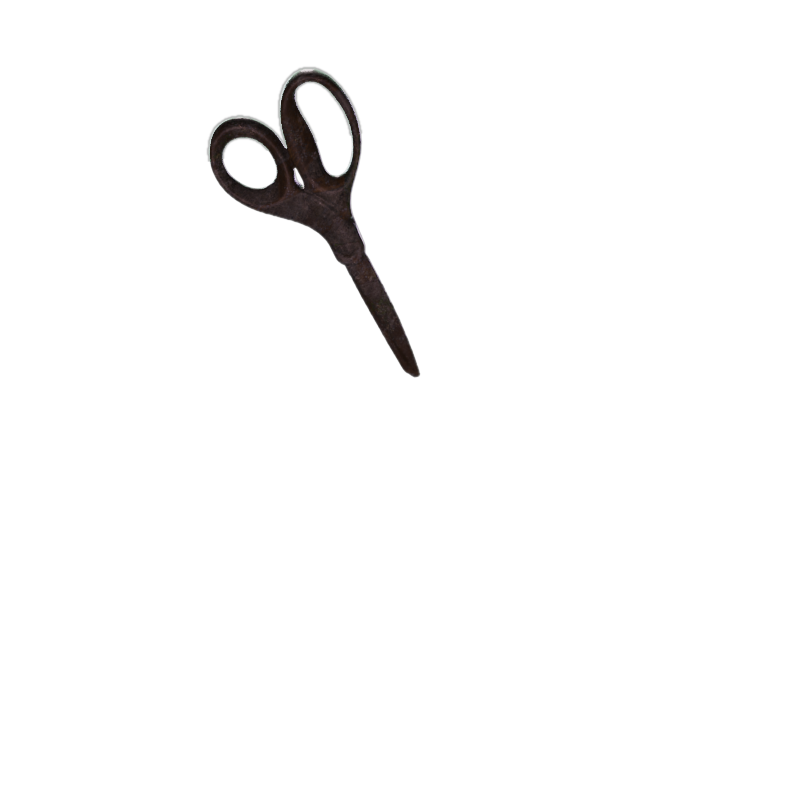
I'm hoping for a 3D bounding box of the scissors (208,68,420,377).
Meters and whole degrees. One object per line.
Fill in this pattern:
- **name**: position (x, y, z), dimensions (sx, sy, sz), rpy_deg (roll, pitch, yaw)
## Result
- **scissors**: position (-0.051, -0.093, 0.648), dimensions (0.096, 0.191, 0.017), rpy_deg (-9, 23, 4)
